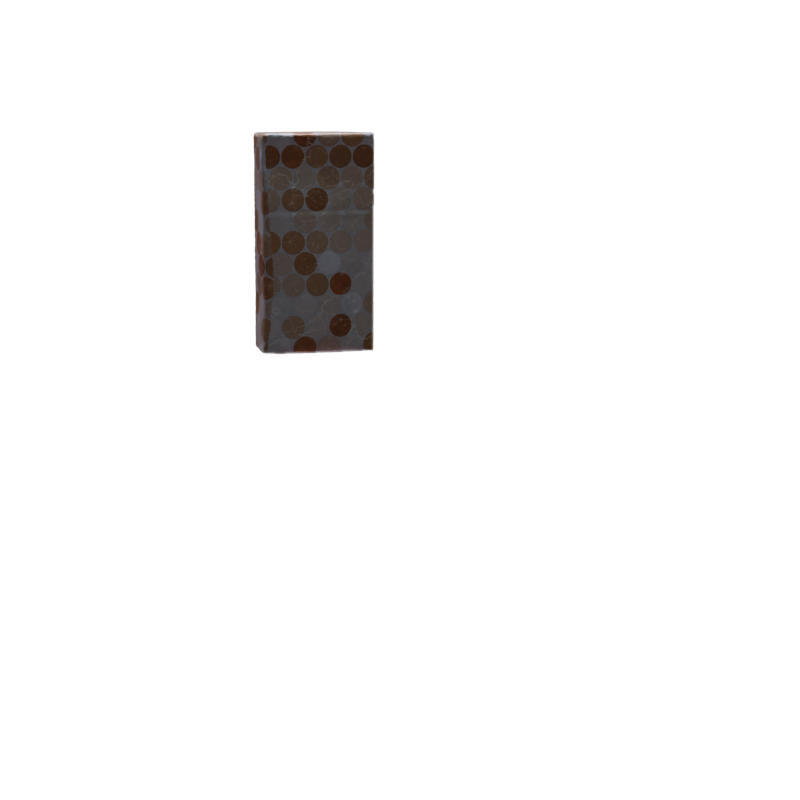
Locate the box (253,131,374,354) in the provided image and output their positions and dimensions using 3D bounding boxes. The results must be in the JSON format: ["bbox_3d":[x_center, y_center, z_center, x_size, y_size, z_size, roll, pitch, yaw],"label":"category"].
[{"bbox_3d":[-0.070,-0.127,0.891,0.092,0.174,0.050,-1,6,-15],"label":"box"}]
